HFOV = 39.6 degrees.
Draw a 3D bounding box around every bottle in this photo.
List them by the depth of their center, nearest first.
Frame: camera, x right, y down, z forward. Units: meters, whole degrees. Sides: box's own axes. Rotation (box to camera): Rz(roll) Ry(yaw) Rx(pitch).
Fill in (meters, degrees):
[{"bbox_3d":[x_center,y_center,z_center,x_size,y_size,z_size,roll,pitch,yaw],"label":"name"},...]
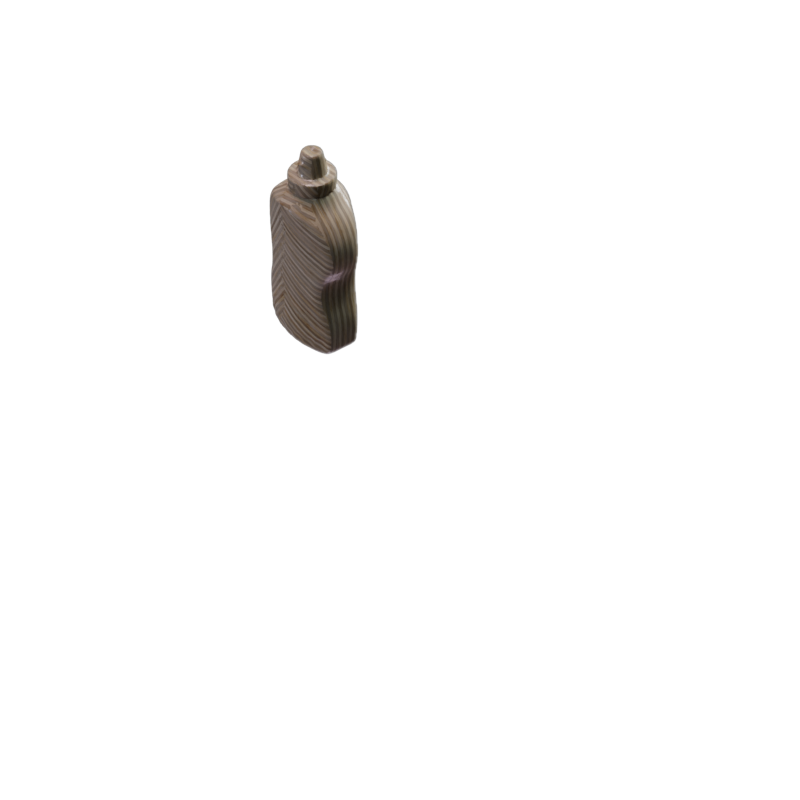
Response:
[{"bbox_3d":[-0.075,-0.135,0.947,0.058,0.179,0.104,-23,50,-25],"label":"bottle"}]
